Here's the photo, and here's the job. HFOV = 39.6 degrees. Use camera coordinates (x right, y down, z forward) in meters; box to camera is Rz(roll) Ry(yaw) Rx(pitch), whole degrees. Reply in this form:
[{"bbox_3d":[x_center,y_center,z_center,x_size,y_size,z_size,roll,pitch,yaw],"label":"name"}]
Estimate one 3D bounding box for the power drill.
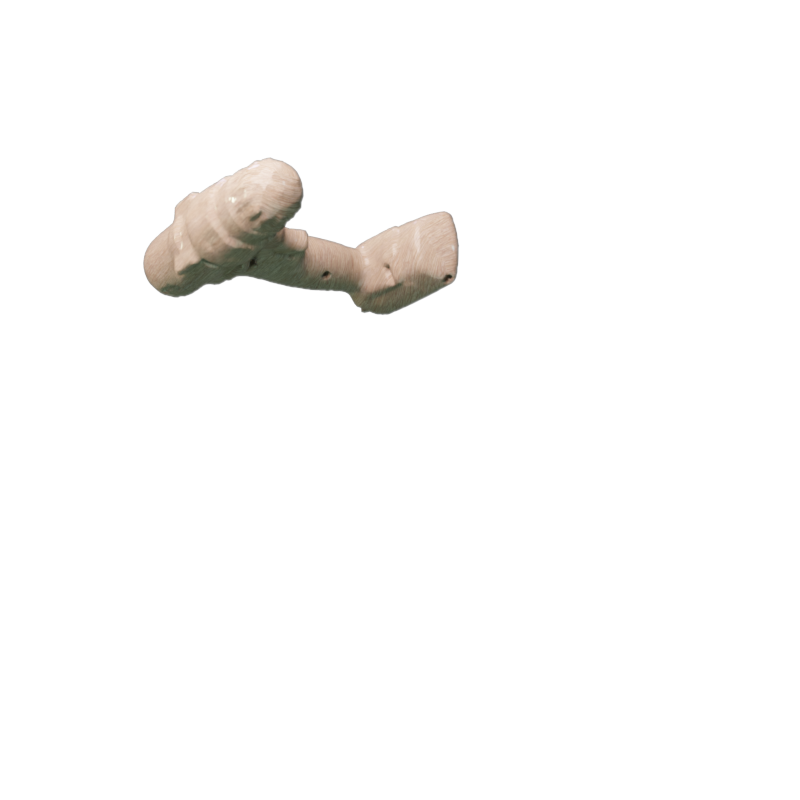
[{"bbox_3d":[-0.058,-0.105,0.735,0.180,0.059,0.186,6,-13,-30],"label":"power drill"}]
